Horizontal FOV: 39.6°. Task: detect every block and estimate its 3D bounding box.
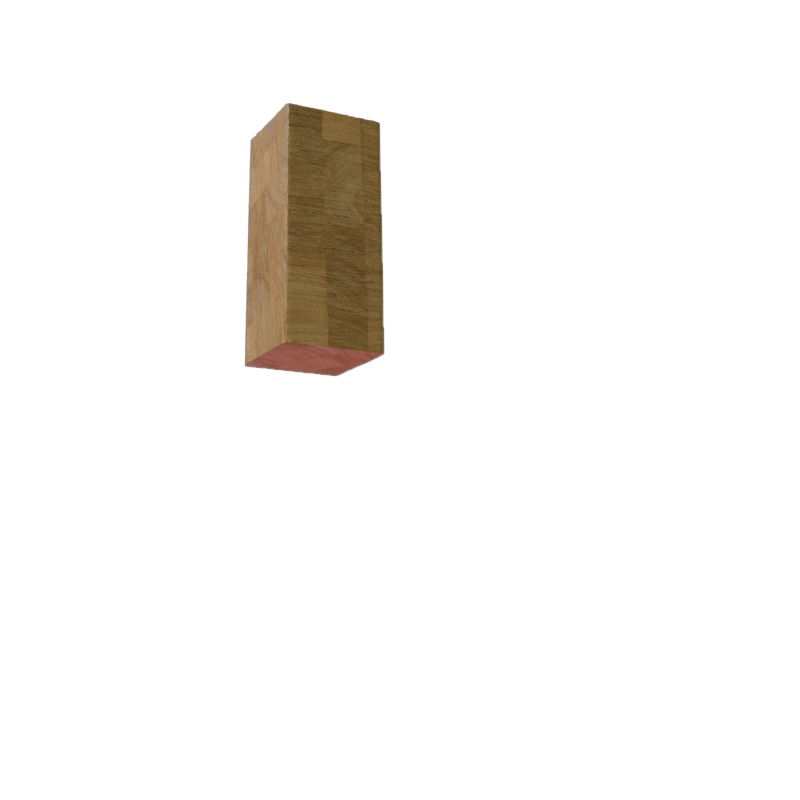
[{"bbox_3d":[-0.074,-0.134,0.939,0.087,0.215,0.090,8,-20,-26],"label":"block"}]
